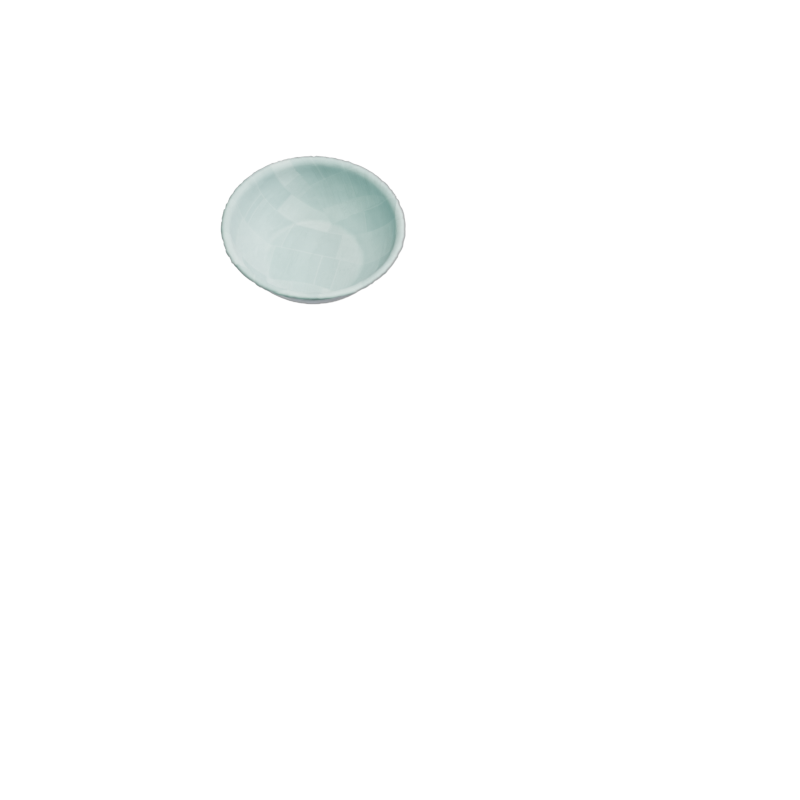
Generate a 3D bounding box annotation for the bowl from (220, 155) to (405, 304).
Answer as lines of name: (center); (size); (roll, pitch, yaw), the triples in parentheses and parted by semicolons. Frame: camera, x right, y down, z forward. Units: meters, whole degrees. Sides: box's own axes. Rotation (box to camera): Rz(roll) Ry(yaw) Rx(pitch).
bowl: (-0.077, -0.141, 0.989); (0.162, 0.173, 0.051); (-1, -35, -1)
